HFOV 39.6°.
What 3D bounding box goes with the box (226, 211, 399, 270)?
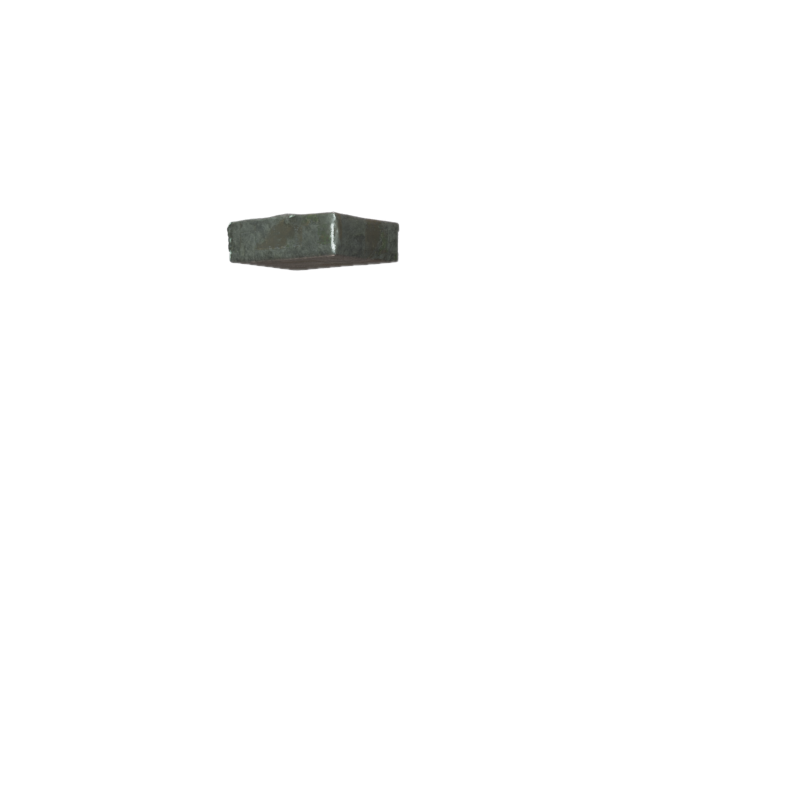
[{"bbox_3d":[-0.057,-0.104,0.726,0.092,0.030,0.070,1,1,35],"label":"box"}]
